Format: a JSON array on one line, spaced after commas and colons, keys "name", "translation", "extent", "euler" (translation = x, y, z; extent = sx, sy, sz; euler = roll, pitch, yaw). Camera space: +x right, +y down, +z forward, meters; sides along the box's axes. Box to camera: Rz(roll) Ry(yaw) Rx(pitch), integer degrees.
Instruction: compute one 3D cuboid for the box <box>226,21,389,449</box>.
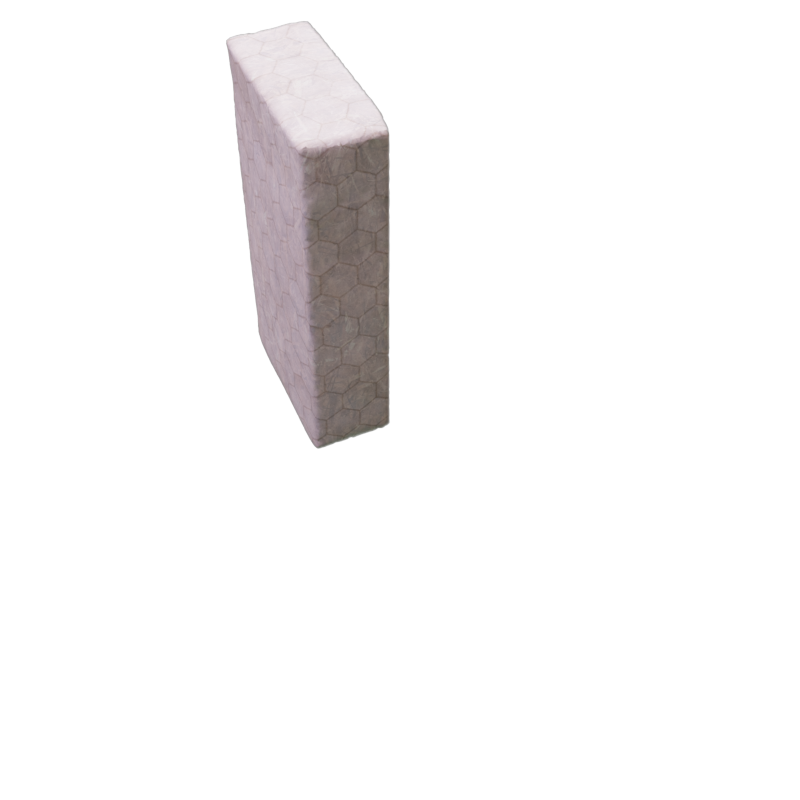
[{"name": "box", "translation": [-0.039, -0.072, 0.505], "extent": [0.047, 0.164, 0.101], "euler": [-14, 47, -18]}]
